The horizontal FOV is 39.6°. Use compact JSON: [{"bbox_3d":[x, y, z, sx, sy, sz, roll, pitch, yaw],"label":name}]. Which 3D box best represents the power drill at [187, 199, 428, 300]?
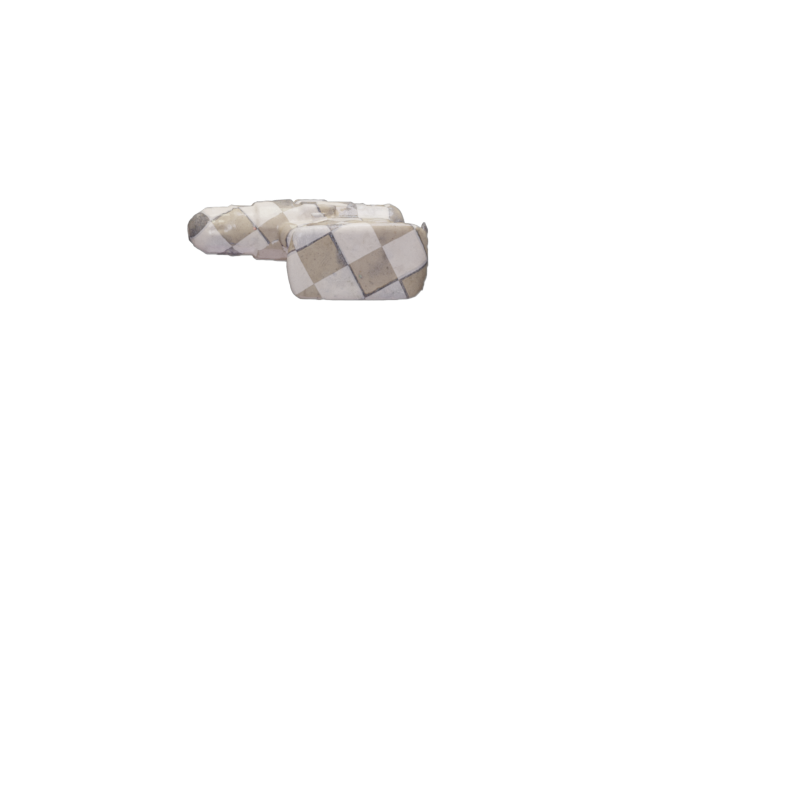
[{"bbox_3d":[-0.068,-0.124,0.870,0.182,0.055,0.197,-4,18,-13],"label":"power drill"}]
